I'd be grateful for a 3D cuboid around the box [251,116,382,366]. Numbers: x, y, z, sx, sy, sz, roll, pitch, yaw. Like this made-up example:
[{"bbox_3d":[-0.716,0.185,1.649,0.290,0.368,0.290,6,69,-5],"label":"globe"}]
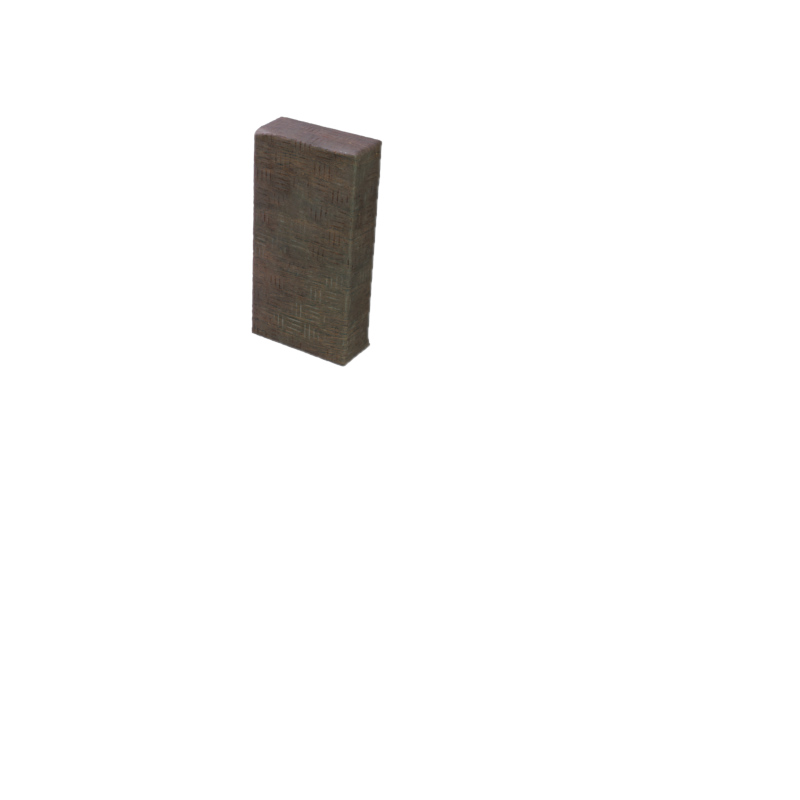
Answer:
[{"bbox_3d":[-0.067,-0.122,0.853,0.098,0.166,0.048,19,33,27],"label":"box"}]
